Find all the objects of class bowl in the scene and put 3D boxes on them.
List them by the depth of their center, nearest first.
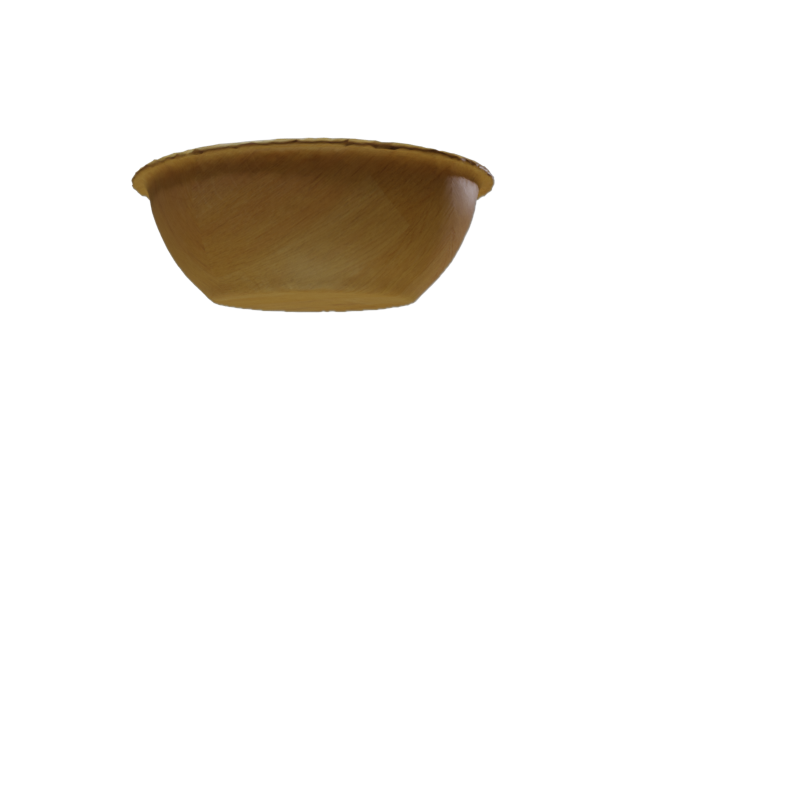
[{"bbox_3d":[-0.039,-0.071,0.495,0.162,0.056,0.160,0,-2,-2],"label":"bowl"}]
